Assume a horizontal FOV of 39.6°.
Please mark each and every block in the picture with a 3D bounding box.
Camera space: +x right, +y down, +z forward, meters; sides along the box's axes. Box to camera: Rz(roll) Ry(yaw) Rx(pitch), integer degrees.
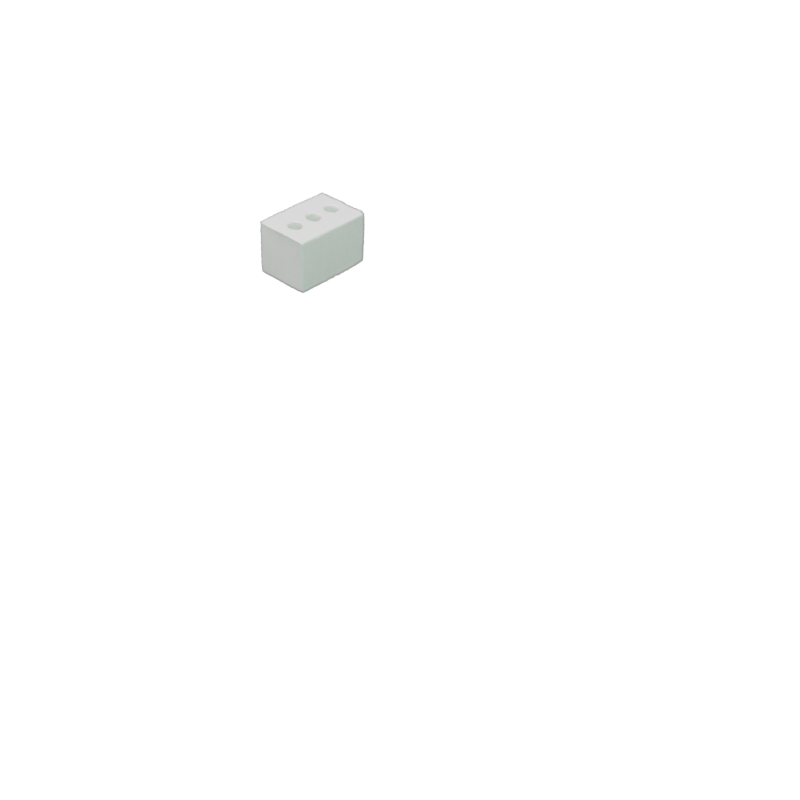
[{"bbox_3d":[-0.075,-0.136,0.956,0.056,0.048,0.078,28,43,33],"label":"block"}]
